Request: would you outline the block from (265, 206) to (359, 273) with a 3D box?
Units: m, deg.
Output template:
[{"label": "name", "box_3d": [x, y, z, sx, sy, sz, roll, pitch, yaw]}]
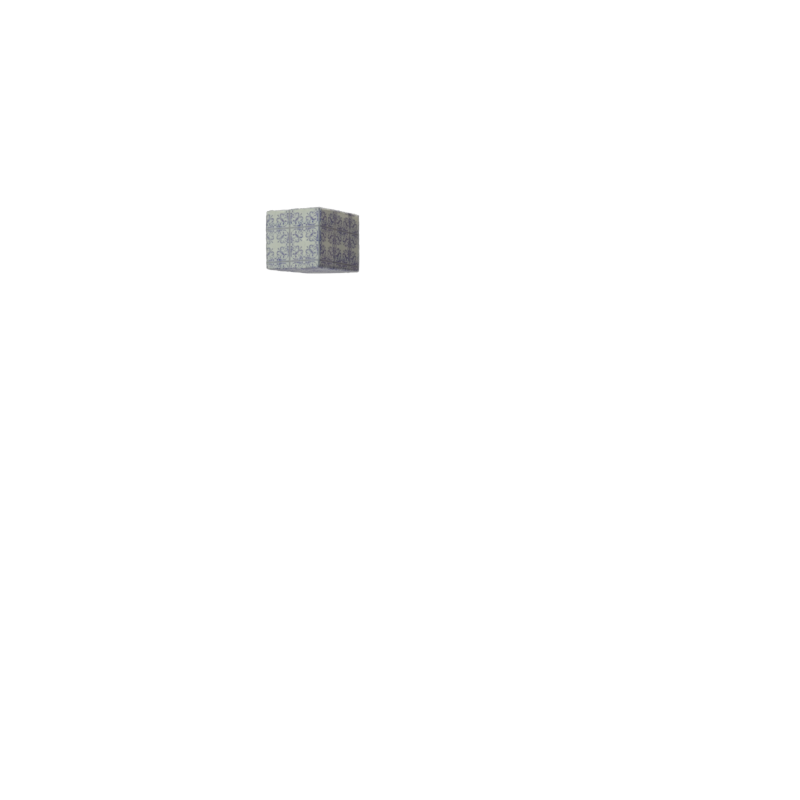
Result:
[{"label": "block", "box_3d": [-0.075, -0.136, 0.952, 0.054, 0.051, 0.075, 0, 1, 25]}]
